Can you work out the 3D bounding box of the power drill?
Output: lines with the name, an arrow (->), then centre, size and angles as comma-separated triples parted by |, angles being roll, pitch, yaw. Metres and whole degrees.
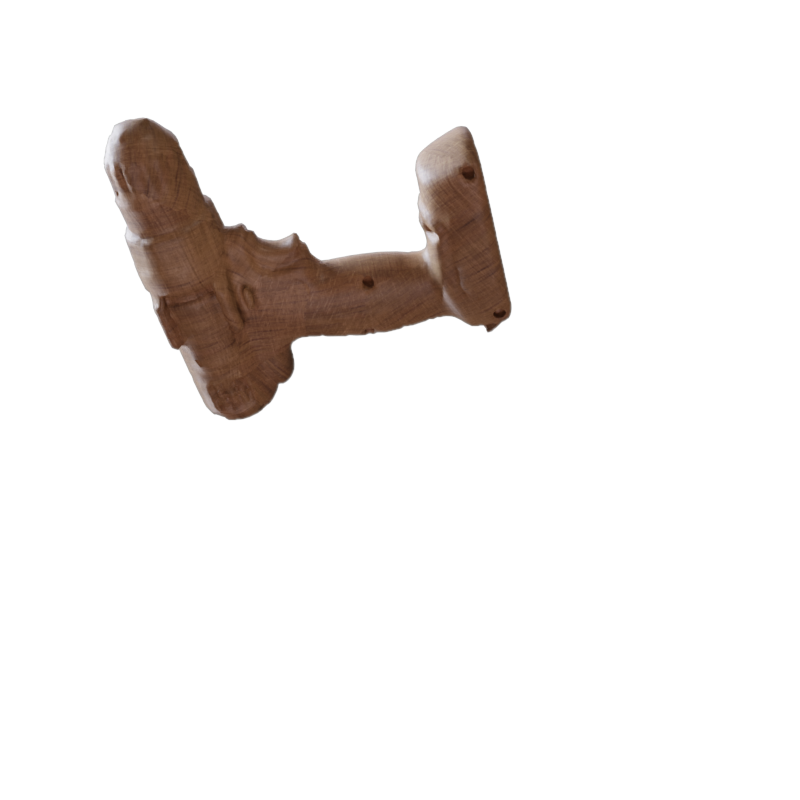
power drill -> -0.046, -0.083, 0.582 | 0.189, 0.171, 0.061 | -13, 35, 9
